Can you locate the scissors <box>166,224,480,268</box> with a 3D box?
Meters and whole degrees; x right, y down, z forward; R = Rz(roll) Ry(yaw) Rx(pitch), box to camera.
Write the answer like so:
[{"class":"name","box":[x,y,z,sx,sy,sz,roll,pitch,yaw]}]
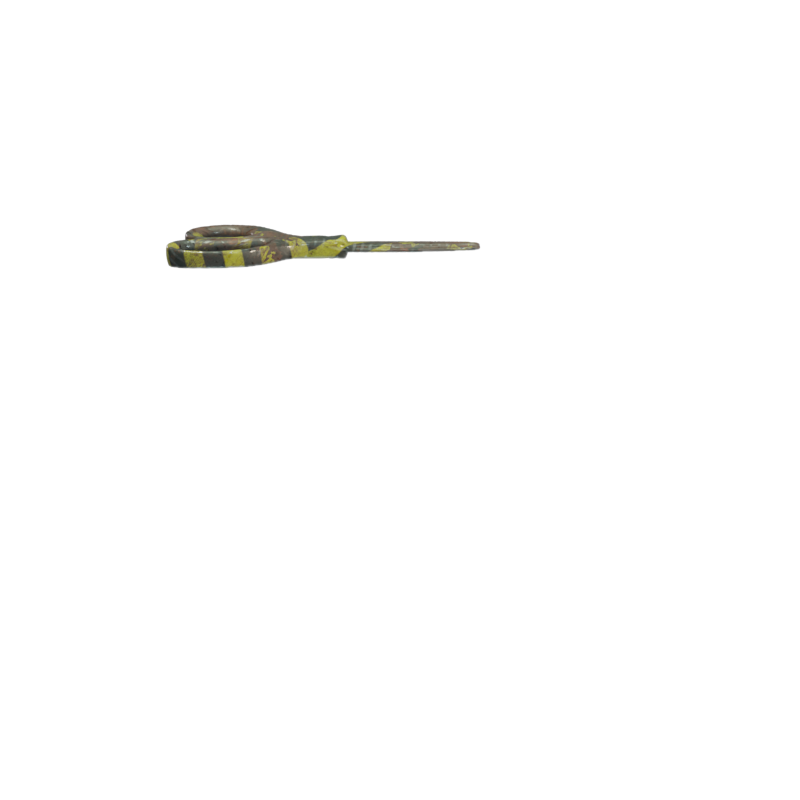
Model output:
[{"class":"scissors","box":[-0.058,-0.106,0.744,0.198,0.015,0.102,-6,20,-16]}]
